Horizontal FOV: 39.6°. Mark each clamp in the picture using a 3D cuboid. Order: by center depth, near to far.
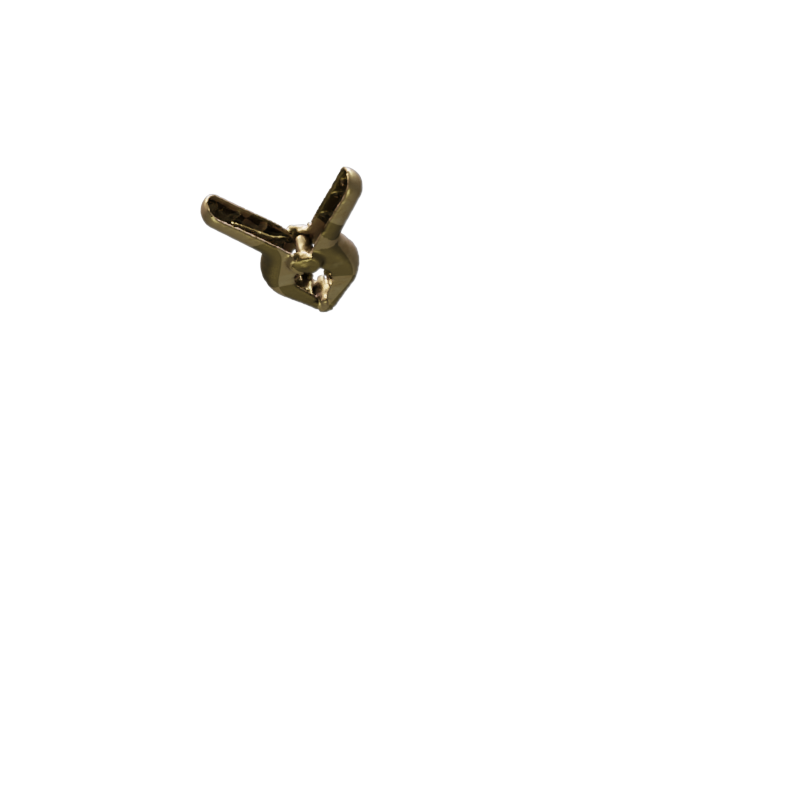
[{"bbox_3d":[-0.068,-0.123,0.863,0.122,0.041,0.159,-8,-24,18],"label":"clamp"}]
